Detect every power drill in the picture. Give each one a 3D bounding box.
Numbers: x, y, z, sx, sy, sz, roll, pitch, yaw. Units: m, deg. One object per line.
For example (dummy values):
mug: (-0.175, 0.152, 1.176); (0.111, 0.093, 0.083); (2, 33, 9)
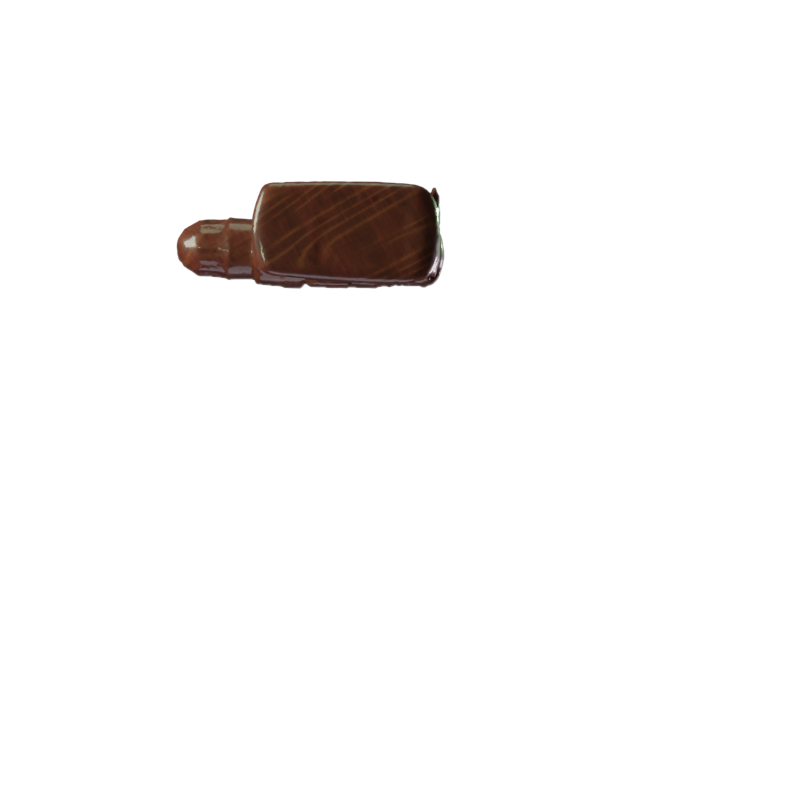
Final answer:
power drill: (-0.055, -0.100, 0.701); (0.184, 0.057, 0.189); (0, 4, -4)
